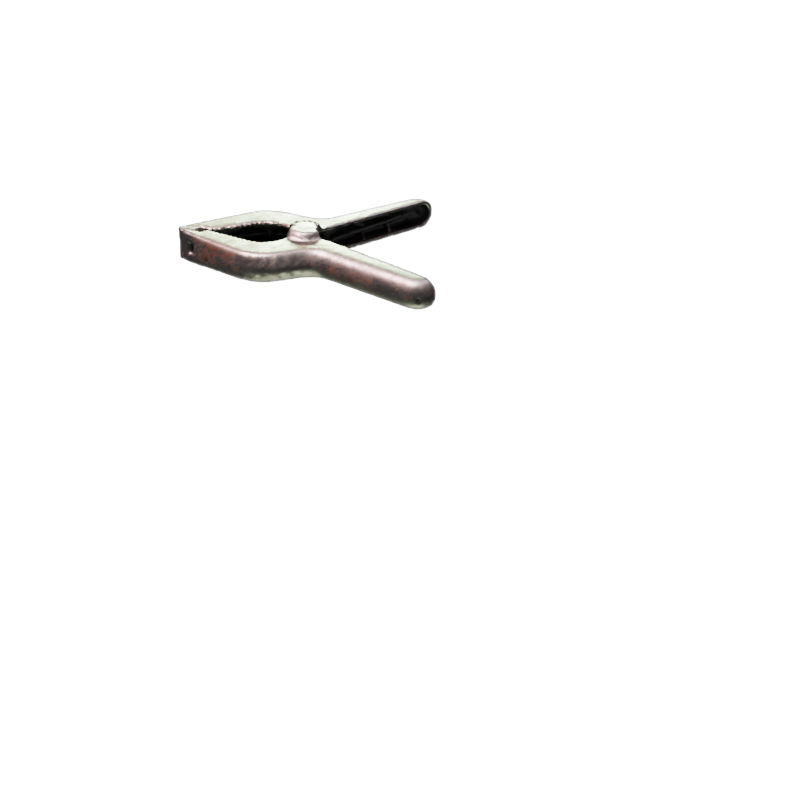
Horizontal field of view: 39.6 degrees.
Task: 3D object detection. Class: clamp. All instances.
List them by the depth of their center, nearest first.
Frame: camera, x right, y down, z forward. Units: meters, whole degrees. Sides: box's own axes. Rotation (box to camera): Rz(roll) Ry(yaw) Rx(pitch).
[{"bbox_3d":[-0.069,-0.127,0.888,0.213,0.034,0.172,5,31,8],"label":"clamp"}]
